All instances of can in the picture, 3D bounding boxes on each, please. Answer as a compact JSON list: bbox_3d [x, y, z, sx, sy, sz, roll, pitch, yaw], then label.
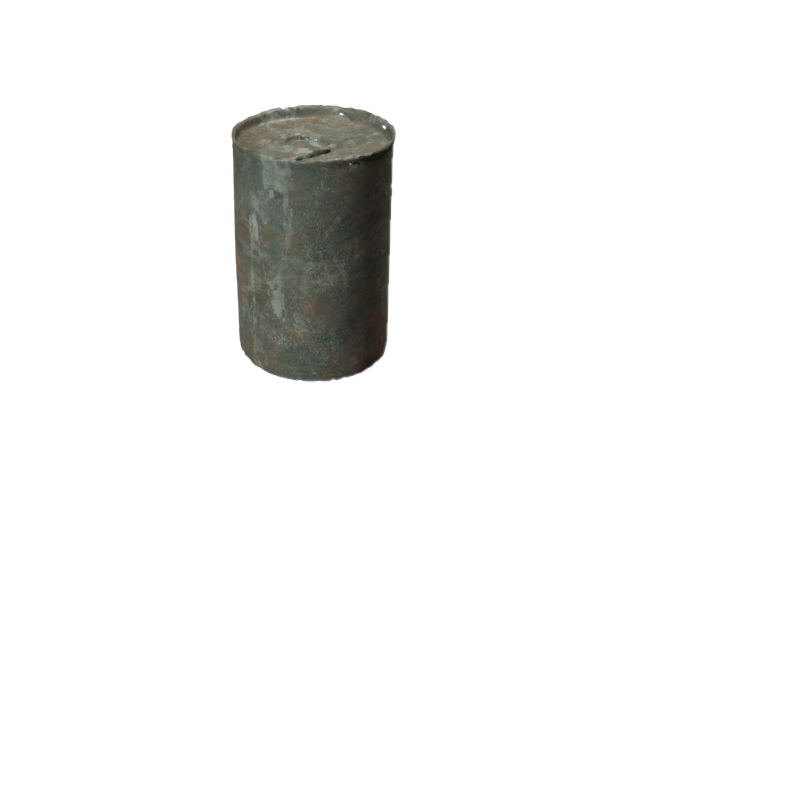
[{"bbox_3d":[-0.037,-0.068,0.478,0.068,0.097,0.073,0,28,-2],"label":"can"}]
